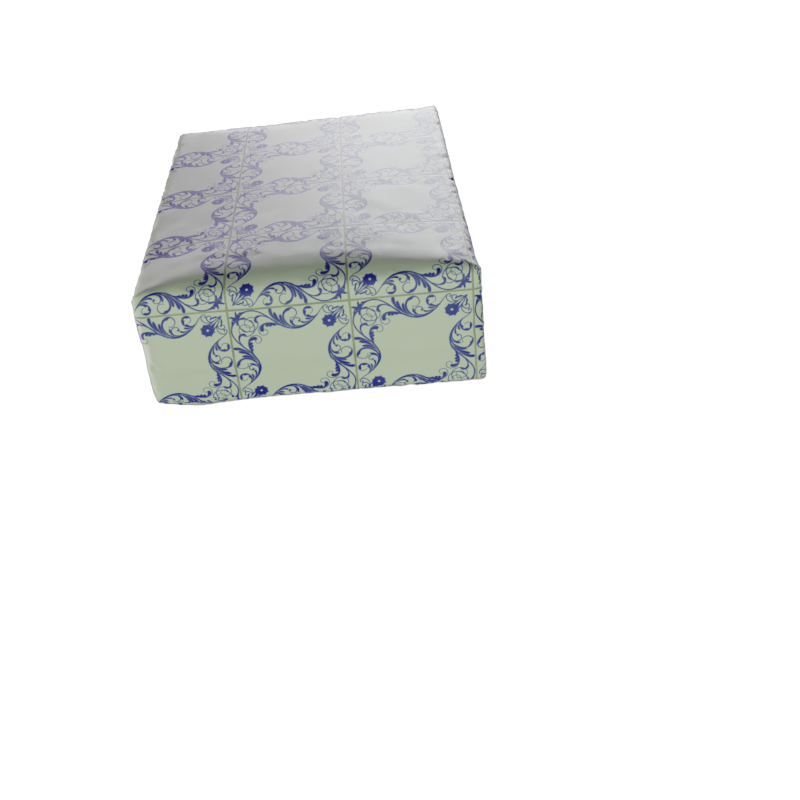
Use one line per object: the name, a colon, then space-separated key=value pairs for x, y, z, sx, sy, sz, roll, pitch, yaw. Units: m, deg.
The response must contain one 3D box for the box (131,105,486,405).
box: x=-0.048 y=-0.088 z=0.613 sx=0.164 sy=0.067 sz=0.227 roll=-6 pitch=32 yaw=1
